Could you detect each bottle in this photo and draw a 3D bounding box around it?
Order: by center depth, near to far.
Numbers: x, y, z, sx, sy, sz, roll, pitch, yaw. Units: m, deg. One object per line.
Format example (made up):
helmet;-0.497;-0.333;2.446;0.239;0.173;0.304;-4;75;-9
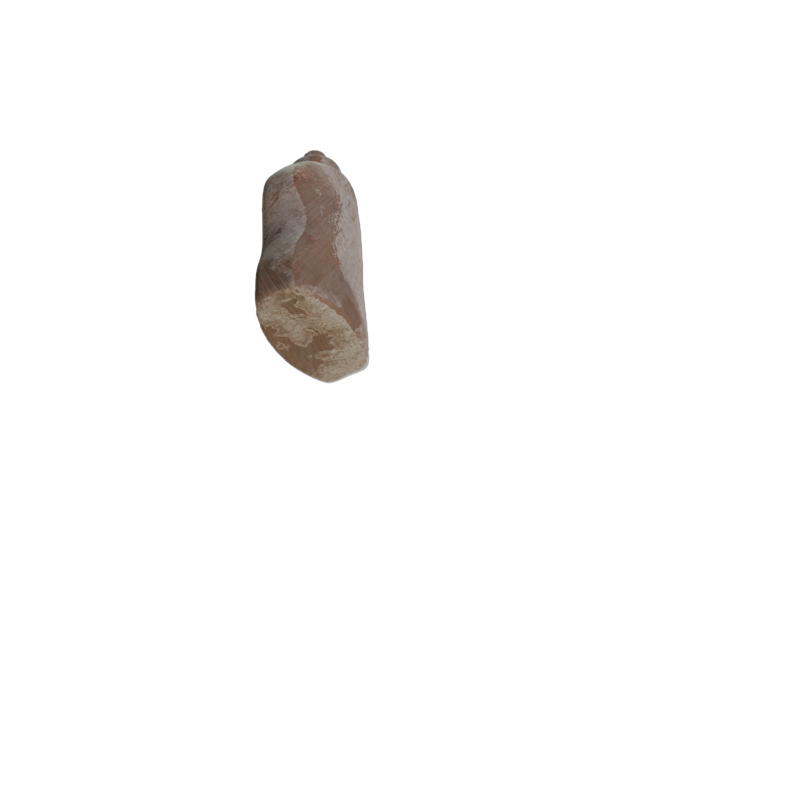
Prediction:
bottle;-0.061;-0.111;0.779;0.058;0.206;0.089;-26;-49;21
